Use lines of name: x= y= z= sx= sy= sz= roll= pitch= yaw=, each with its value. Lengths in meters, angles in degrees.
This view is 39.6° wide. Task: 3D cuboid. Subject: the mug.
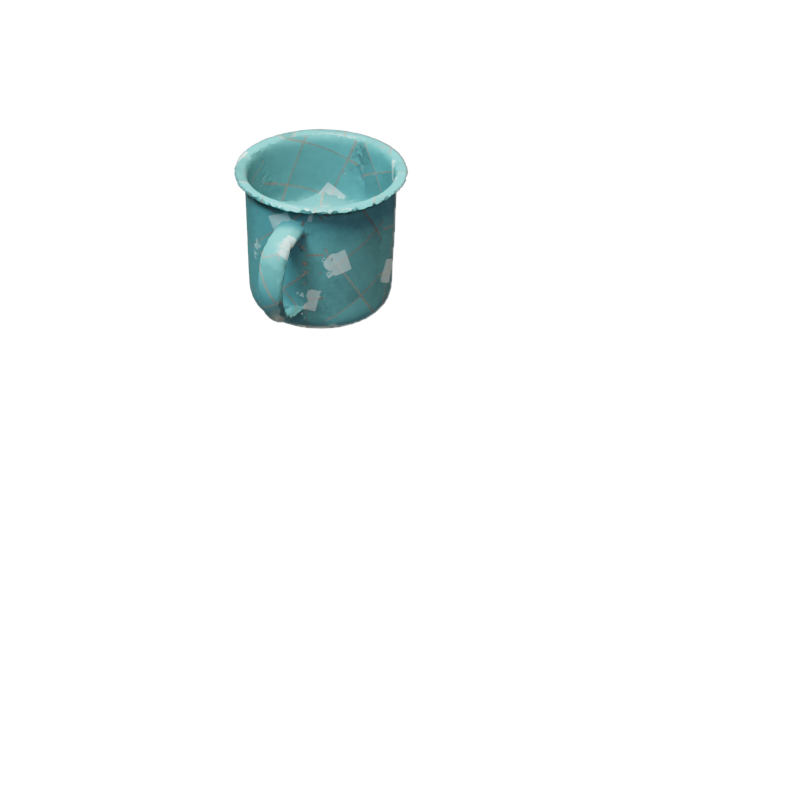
mug: x=-0.047 y=-0.087 z=0.606 sx=0.096 sy=0.076 sz=0.122 roll=11 pitch=38 yaw=13
